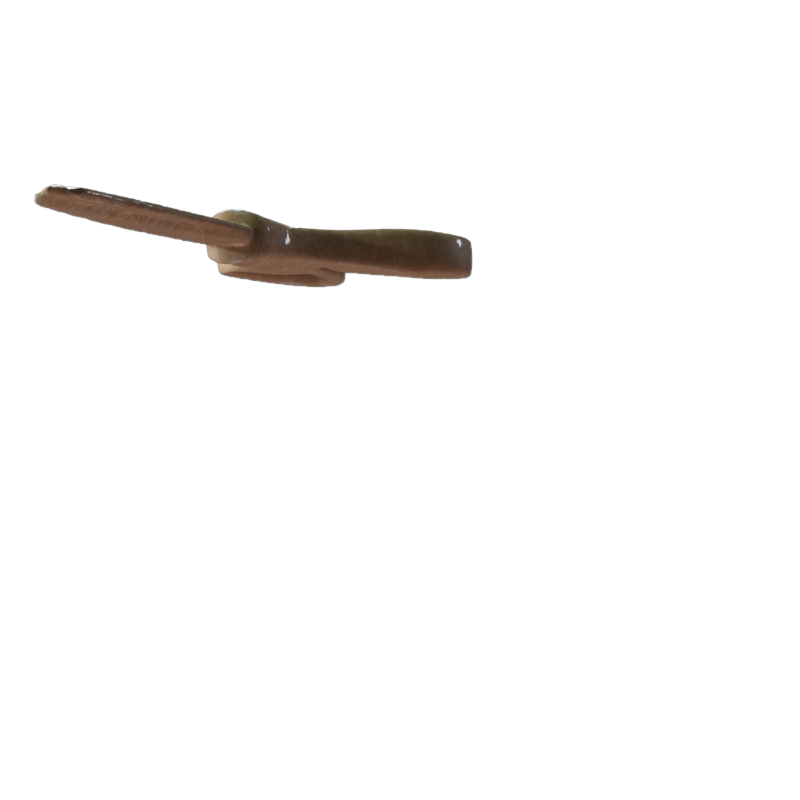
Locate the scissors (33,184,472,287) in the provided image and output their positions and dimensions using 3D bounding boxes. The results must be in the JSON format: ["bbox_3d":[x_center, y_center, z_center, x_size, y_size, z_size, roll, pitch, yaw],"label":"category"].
[{"bbox_3d":[-0.025,-0.046,0.319,0.097,0.016,0.200,0,3,2],"label":"scissors"}]
